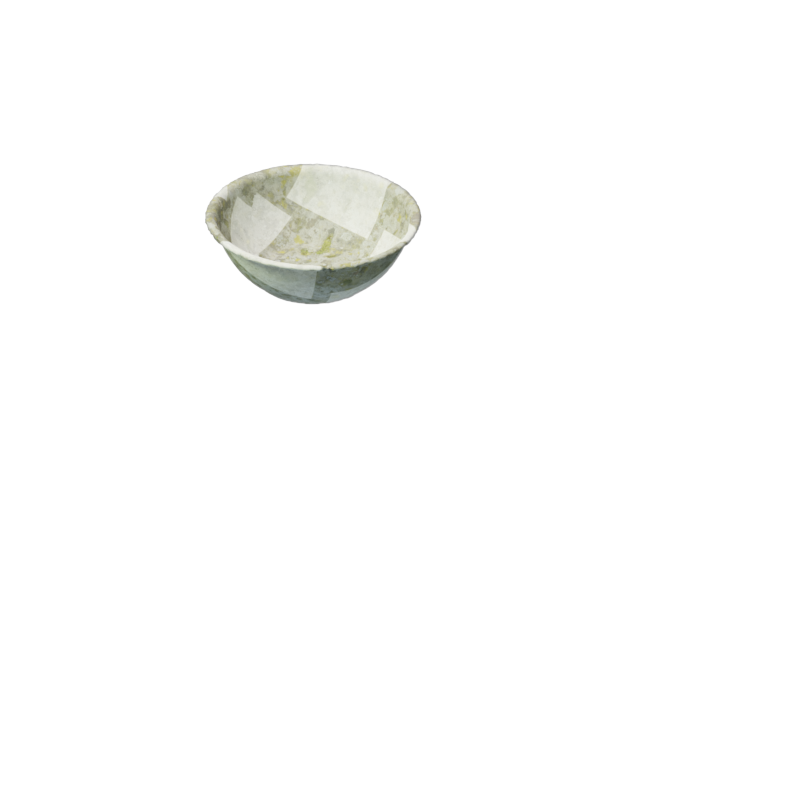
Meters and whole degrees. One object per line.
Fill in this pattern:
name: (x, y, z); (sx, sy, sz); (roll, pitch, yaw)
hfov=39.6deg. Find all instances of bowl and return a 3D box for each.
bowl: (-0.066, -0.120, 0.842); (0.162, 0.052, 0.173); (-1, 36, -2)
